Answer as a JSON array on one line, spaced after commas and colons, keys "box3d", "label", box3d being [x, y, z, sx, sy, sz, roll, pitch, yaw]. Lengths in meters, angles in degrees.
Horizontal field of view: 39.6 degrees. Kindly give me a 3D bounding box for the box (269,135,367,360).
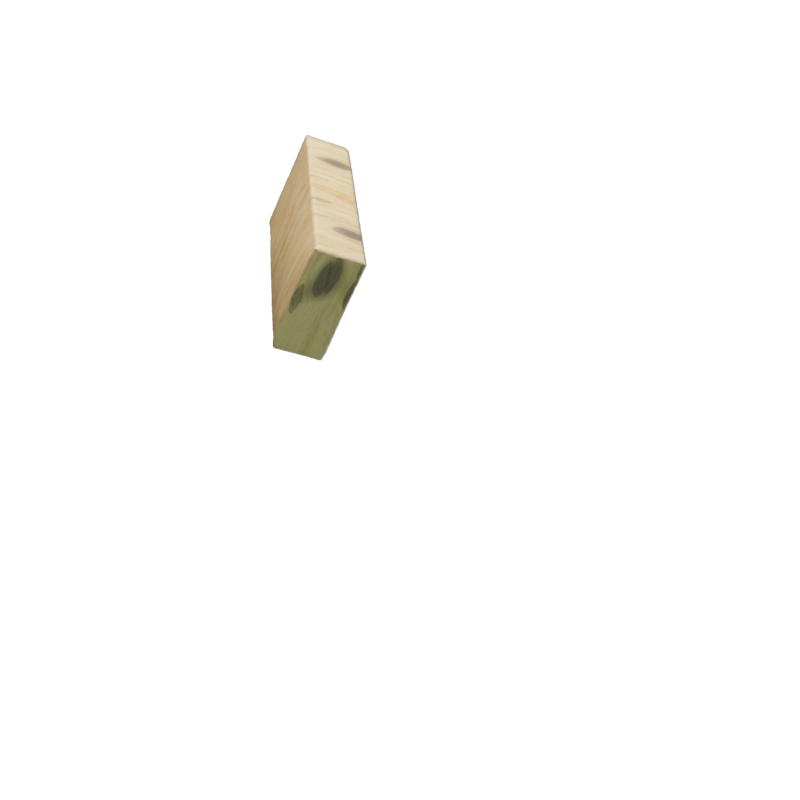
[{"box3d": [-0.066, -0.122, 0.854, 0.047, 0.090, 0.189, 17, 34, -17], "label": "box"}]
